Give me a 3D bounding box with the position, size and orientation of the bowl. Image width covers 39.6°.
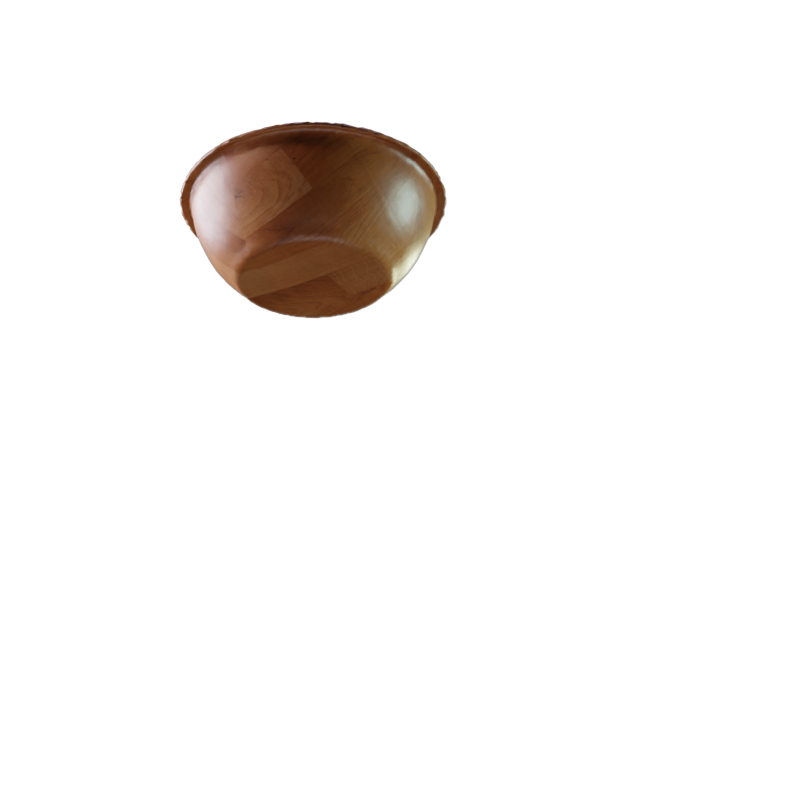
[{"bbox_3d":[-0.052,-0.094,0.661,0.162,0.059,0.153,1,-27,-2],"label":"bowl"}]
